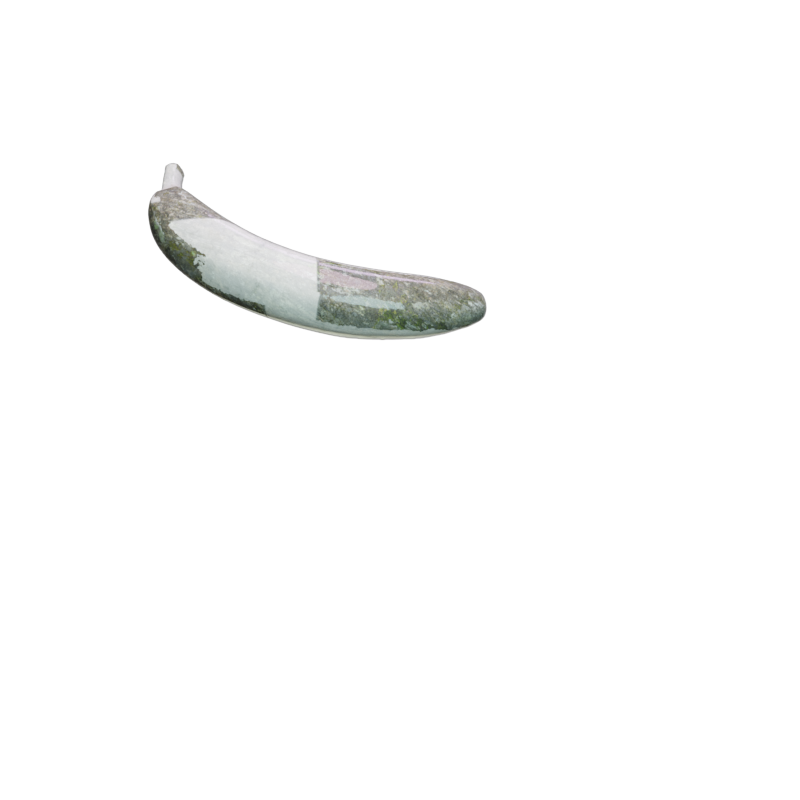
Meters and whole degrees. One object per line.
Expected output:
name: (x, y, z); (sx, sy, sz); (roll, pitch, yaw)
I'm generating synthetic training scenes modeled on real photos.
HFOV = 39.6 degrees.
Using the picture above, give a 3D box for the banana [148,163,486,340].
banana: (-0.057, -0.070, 0.564); (0.206, 0.072, 0.034); (26, -32, 18)
